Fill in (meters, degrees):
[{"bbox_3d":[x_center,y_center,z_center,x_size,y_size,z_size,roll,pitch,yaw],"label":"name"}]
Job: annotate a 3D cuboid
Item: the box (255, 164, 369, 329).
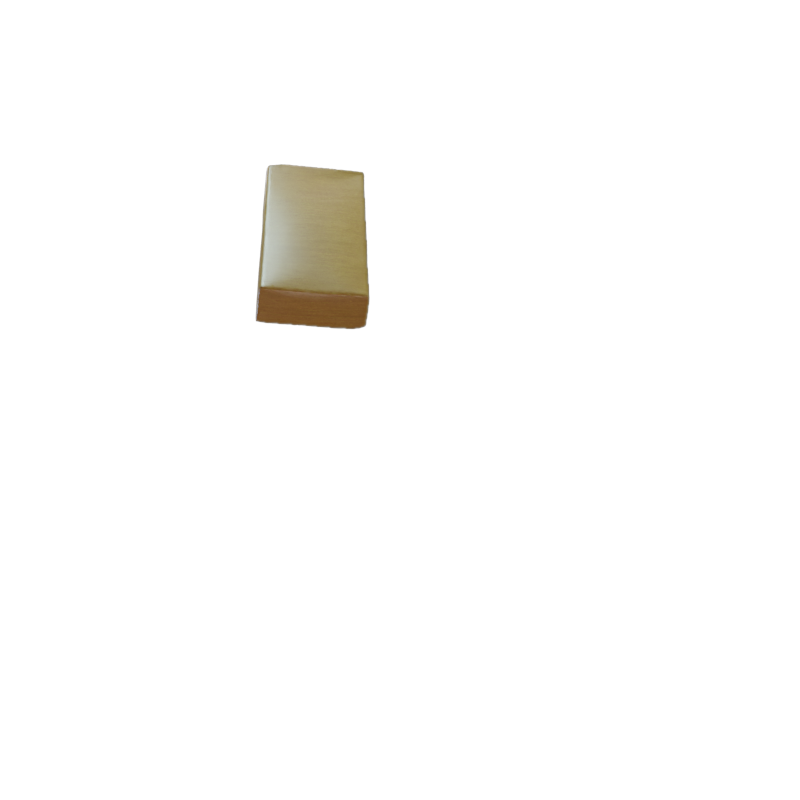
[{"bbox_3d":[-0.076,-0.139,0.973,0.092,0.189,0.045,3,-45,-7],"label":"box"}]
